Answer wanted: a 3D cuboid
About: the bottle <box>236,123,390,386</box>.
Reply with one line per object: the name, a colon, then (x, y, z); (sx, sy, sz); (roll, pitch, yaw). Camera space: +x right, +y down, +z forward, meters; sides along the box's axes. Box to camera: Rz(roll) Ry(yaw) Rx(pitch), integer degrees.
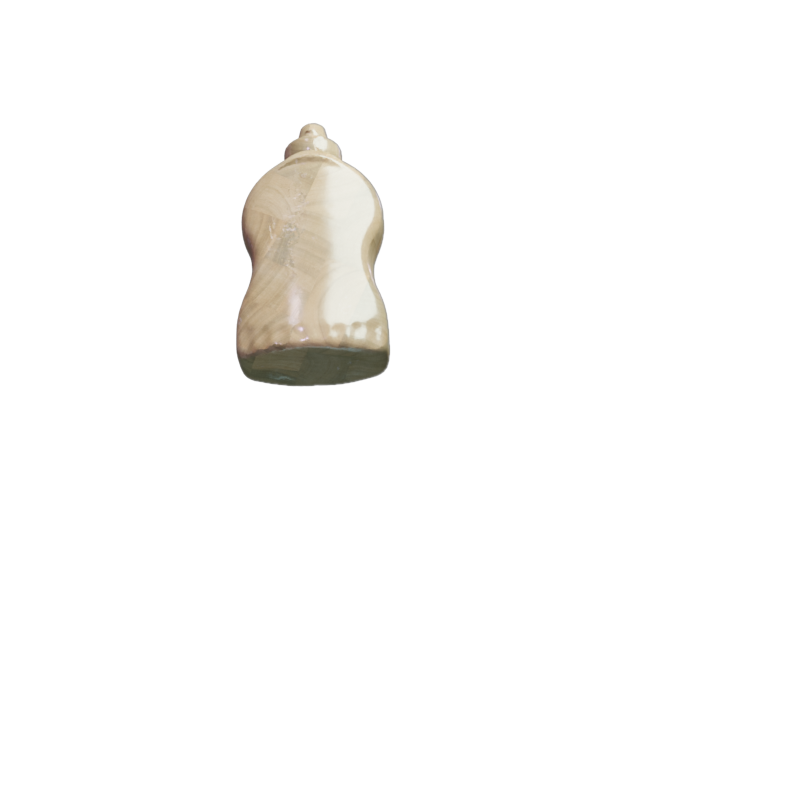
bottle: (-0.058, -0.106, 0.743); (0.096, 0.204, 0.054); (-4, -31, 4)
